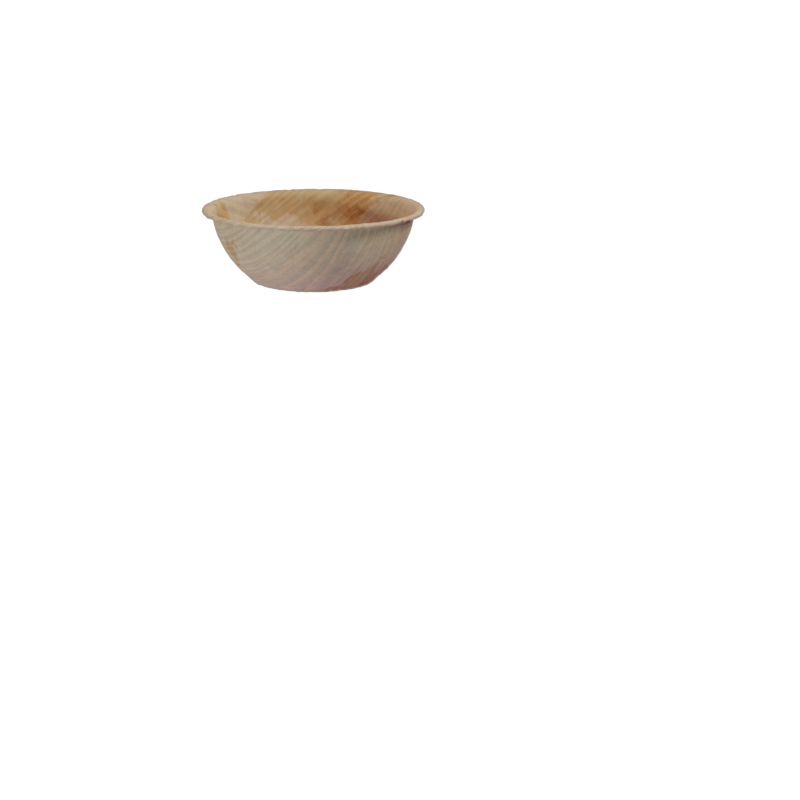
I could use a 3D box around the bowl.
[{"bbox_3d":[-0.063,-0.116,0.811,0.162,0.053,0.168,-1,18,-2],"label":"bowl"}]
